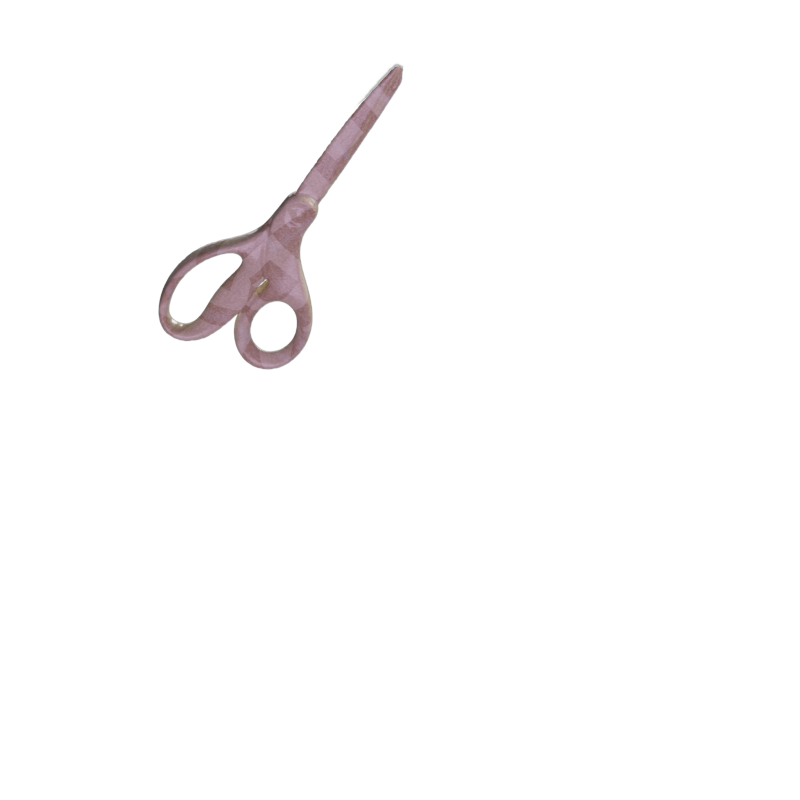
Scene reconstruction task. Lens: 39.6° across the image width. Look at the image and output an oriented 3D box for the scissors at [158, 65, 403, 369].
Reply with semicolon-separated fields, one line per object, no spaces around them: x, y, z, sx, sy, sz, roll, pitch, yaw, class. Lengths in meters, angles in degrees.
-0.048;-0.088;0.615;0.200;0.091;0.017;-36;23;18;scissors
